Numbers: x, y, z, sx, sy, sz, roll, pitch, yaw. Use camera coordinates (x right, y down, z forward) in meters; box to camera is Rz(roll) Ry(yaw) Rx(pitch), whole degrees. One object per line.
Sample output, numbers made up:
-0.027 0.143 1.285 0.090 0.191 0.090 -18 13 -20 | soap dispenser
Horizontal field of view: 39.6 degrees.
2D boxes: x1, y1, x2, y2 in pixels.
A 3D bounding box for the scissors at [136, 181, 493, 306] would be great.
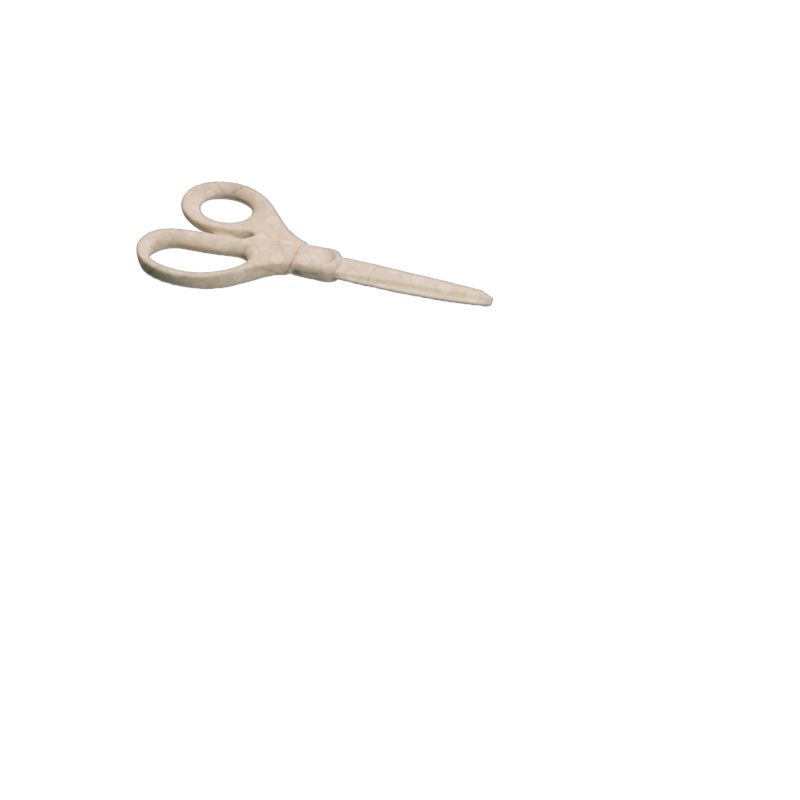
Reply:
-0.051 -0.092 0.646 0.202 0.103 0.015 2 -45 2 | scissors
